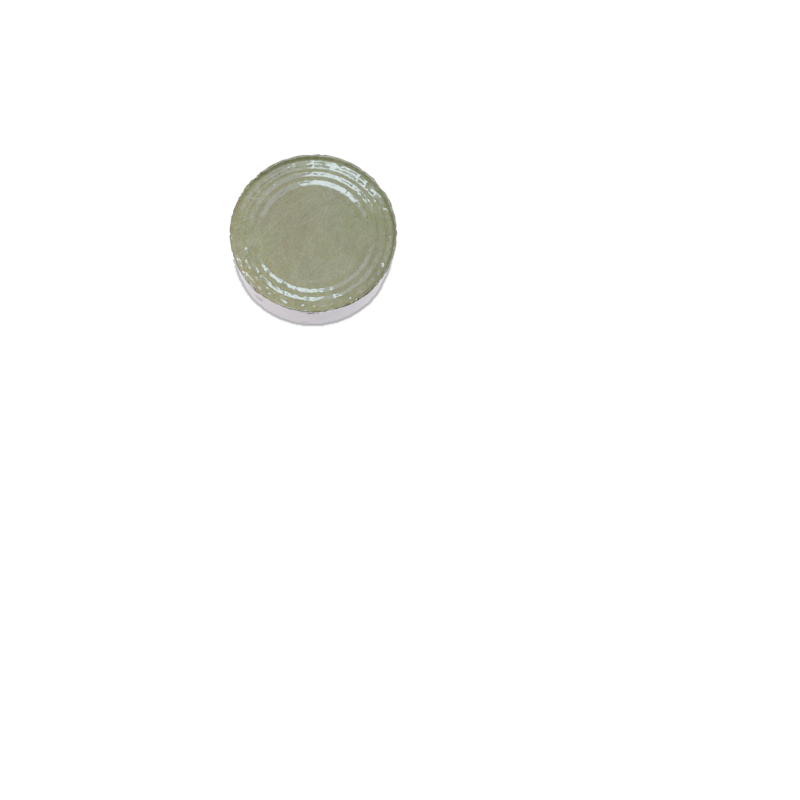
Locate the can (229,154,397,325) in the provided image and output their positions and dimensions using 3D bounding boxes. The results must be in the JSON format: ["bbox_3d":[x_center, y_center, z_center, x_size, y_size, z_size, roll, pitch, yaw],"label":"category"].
[{"bbox_3d":[-0.046,-0.083,0.581,0.086,0.090,0.032,-1,-18,-1],"label":"can"}]
